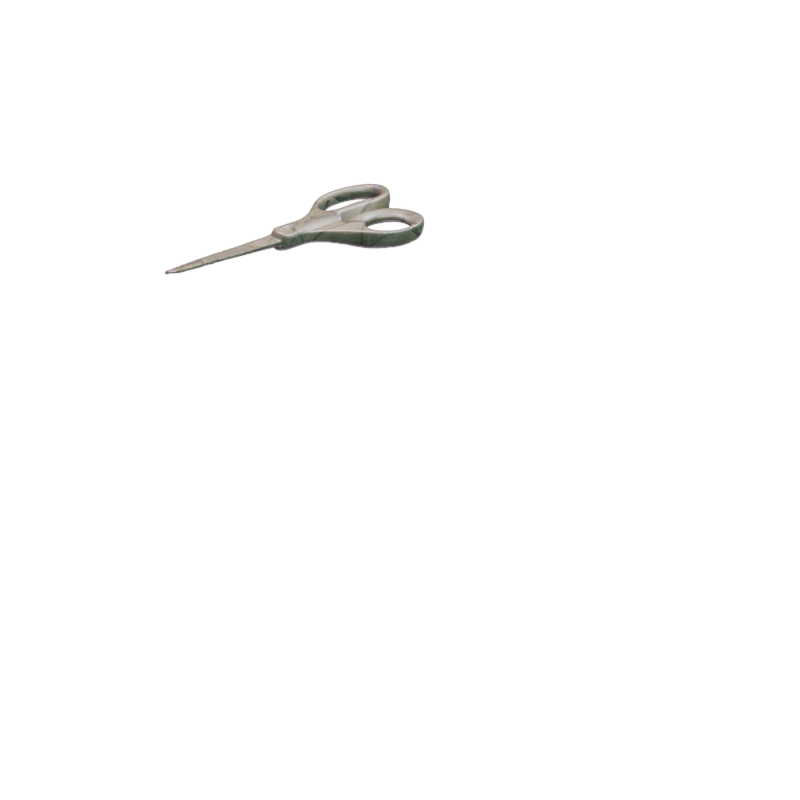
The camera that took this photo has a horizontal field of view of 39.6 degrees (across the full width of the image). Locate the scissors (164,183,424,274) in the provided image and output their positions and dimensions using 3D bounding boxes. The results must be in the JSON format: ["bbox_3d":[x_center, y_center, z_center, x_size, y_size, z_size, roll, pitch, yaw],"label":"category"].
[{"bbox_3d":[-0.062,-0.113,0.789,0.102,0.015,0.203,22,39,30],"label":"scissors"}]
